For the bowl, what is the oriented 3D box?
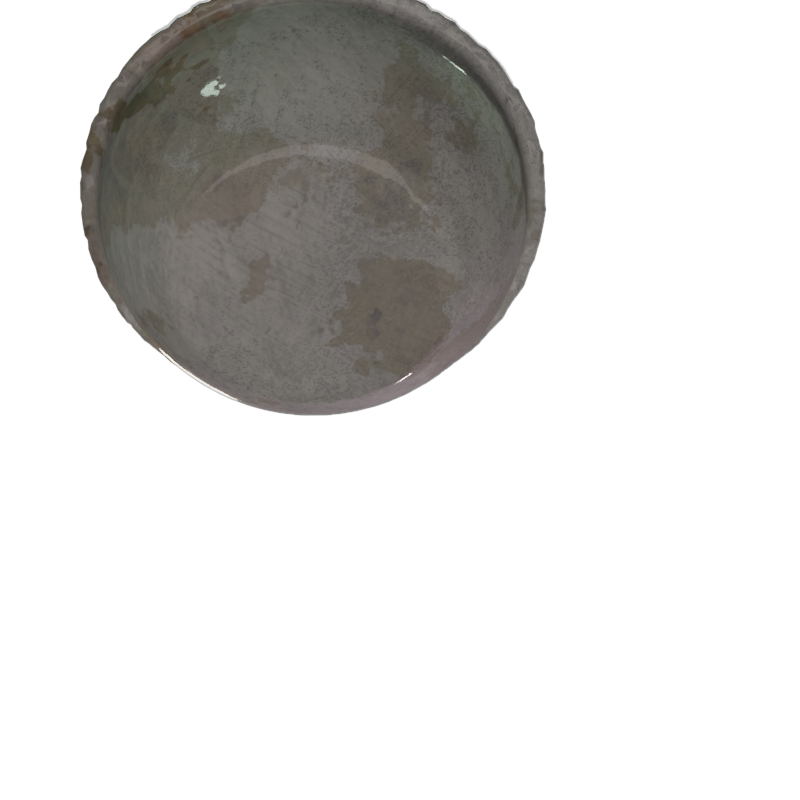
[{"bbox_3d":[-0.028,-0.052,0.362,0.162,0.153,0.058,1,28,-1],"label":"bowl"}]
